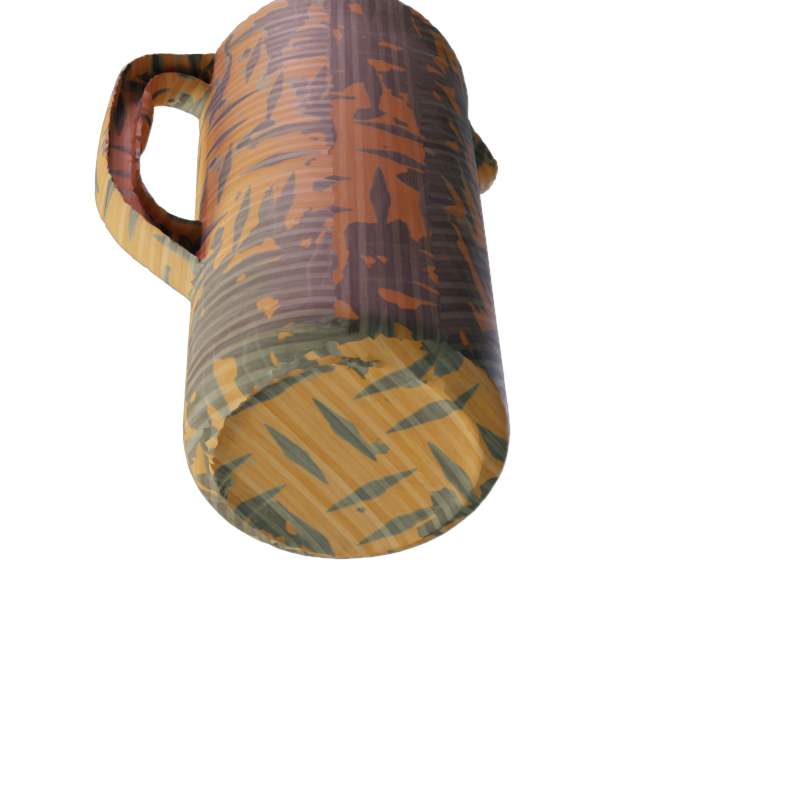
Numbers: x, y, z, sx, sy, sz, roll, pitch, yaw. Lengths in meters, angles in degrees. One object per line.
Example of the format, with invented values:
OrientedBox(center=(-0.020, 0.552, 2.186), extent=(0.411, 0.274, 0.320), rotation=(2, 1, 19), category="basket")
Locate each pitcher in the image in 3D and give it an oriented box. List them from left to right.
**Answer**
OrientedBox(center=(-0.035, -0.065, 0.453), extent=(0.150, 0.134, 0.260), rotation=(-20, 38, 13), category="pitcher")
